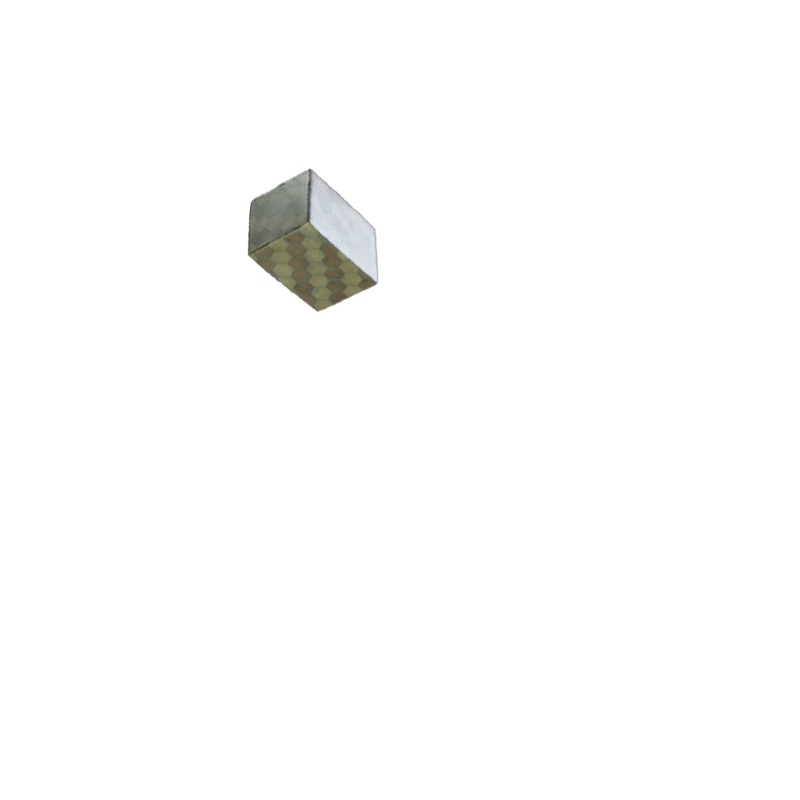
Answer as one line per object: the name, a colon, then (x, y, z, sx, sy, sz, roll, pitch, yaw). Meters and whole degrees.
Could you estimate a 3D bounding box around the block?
block: (-0.058, -0.106, 0.740, 0.053, 0.055, 0.072, -25, -43, 27)
